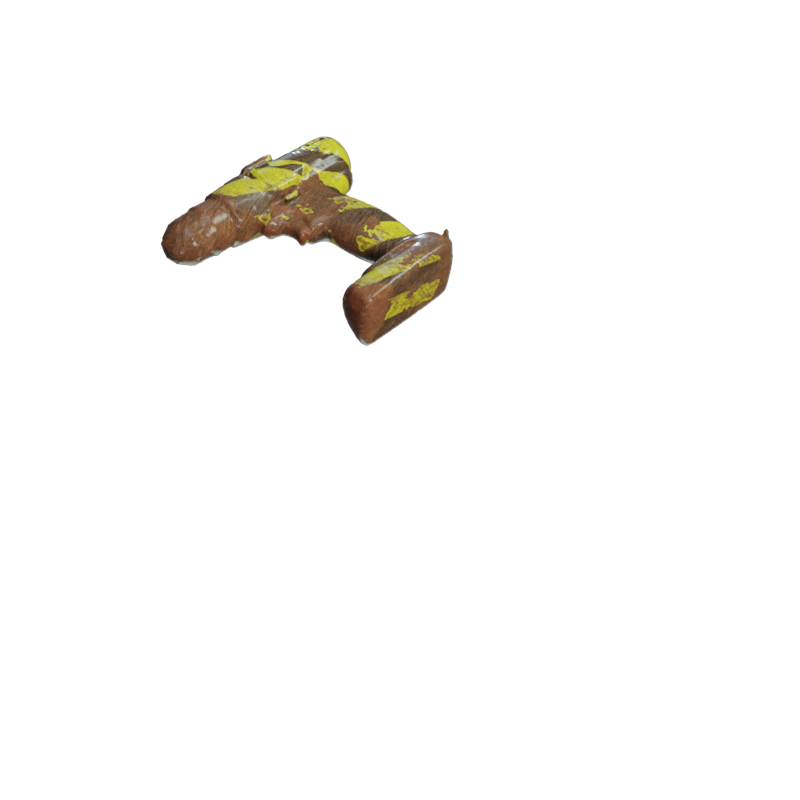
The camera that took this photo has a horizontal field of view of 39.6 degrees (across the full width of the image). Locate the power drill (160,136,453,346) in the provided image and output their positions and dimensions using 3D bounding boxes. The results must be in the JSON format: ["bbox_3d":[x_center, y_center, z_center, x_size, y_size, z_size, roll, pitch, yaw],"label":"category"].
[{"bbox_3d":[-0.068,-0.124,0.869,0.186,0.053,0.200,-36,58,-28],"label":"power drill"}]
